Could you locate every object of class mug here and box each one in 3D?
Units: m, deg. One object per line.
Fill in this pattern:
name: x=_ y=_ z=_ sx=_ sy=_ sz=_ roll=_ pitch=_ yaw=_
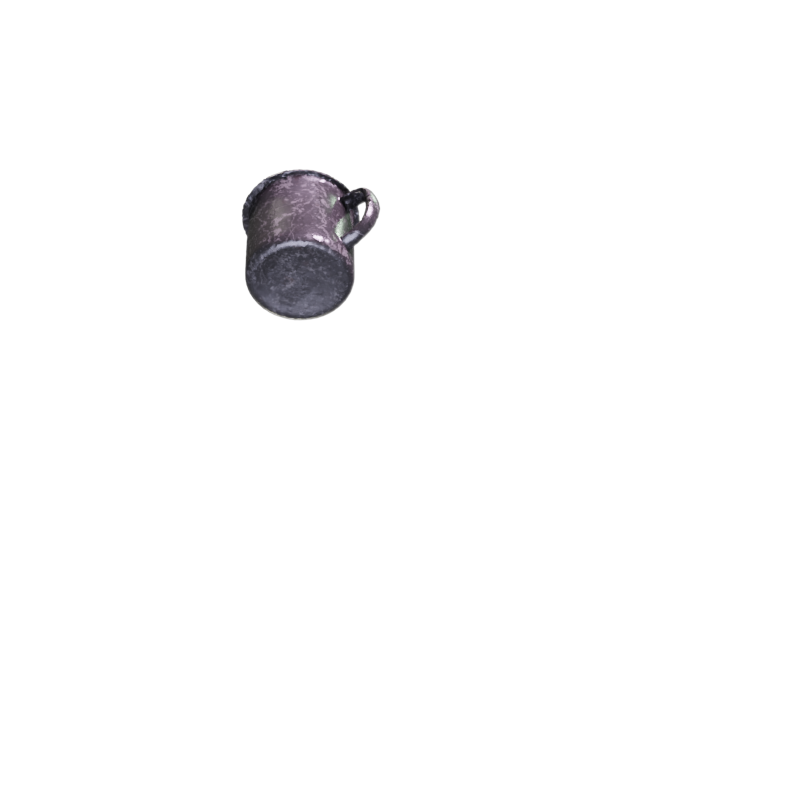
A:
mug: x=-0.066 y=-0.120 z=0.841 sx=0.117 sy=0.087 sz=0.087 roll=-25 pitch=-53 yaw=19
